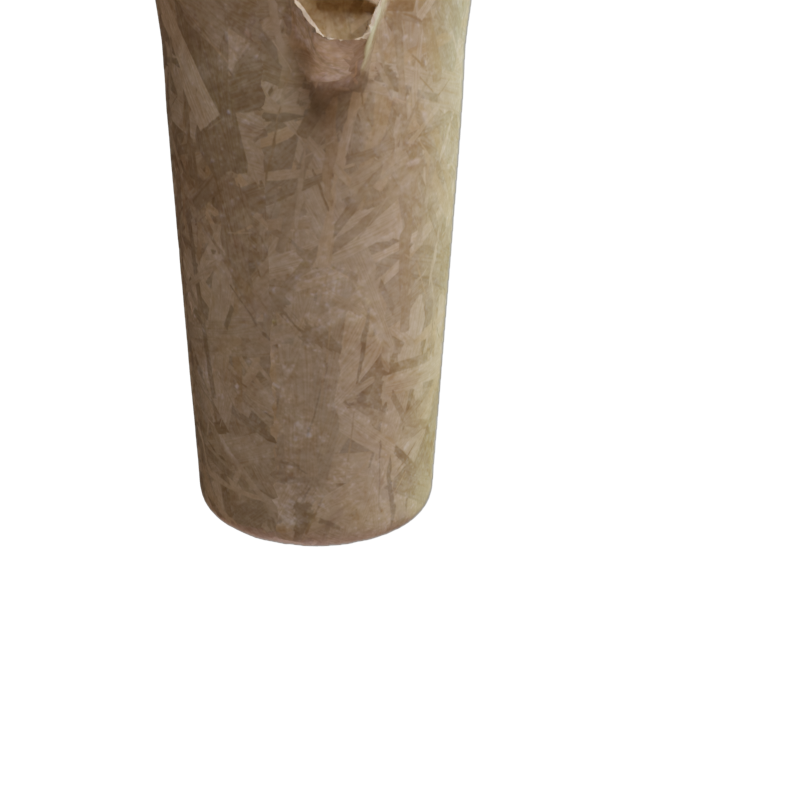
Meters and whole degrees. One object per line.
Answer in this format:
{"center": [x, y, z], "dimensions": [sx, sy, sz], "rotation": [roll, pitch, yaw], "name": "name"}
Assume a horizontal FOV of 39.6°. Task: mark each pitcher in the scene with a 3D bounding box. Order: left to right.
{"center": [-0.039, -0.071, 0.501], "dimensions": [0.152, 0.235, 0.147], "rotation": [11, 19, 32], "name": "pitcher"}
